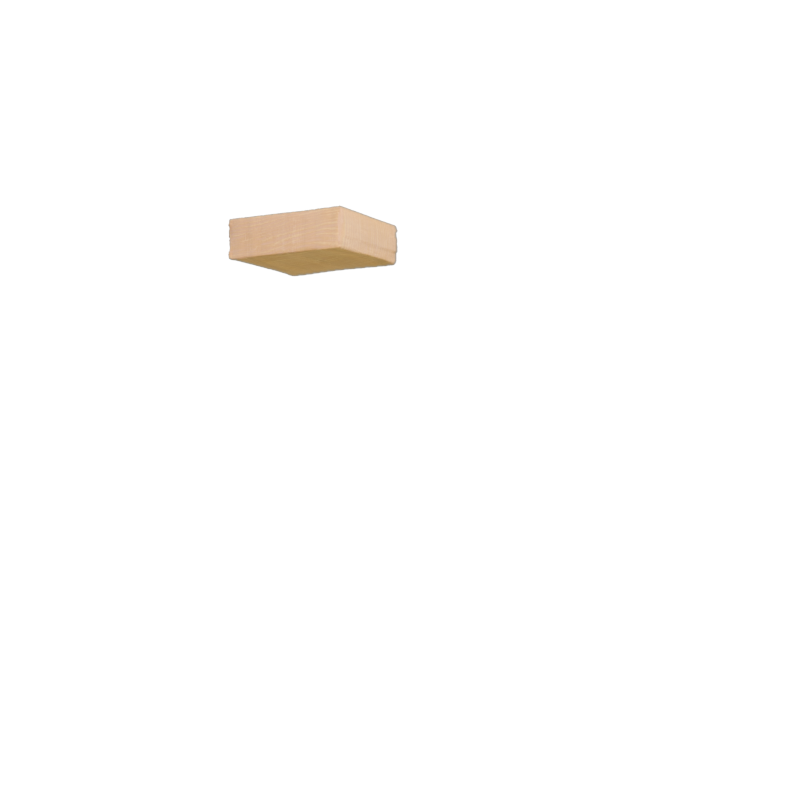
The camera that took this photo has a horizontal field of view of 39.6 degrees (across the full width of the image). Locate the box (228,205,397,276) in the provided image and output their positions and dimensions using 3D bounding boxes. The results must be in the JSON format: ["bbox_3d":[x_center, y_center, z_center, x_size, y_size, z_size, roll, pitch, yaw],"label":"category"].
[{"bbox_3d":[-0.072,-0.131,0.918,0.117,0.040,0.085,-3,-7,31],"label":"box"}]
